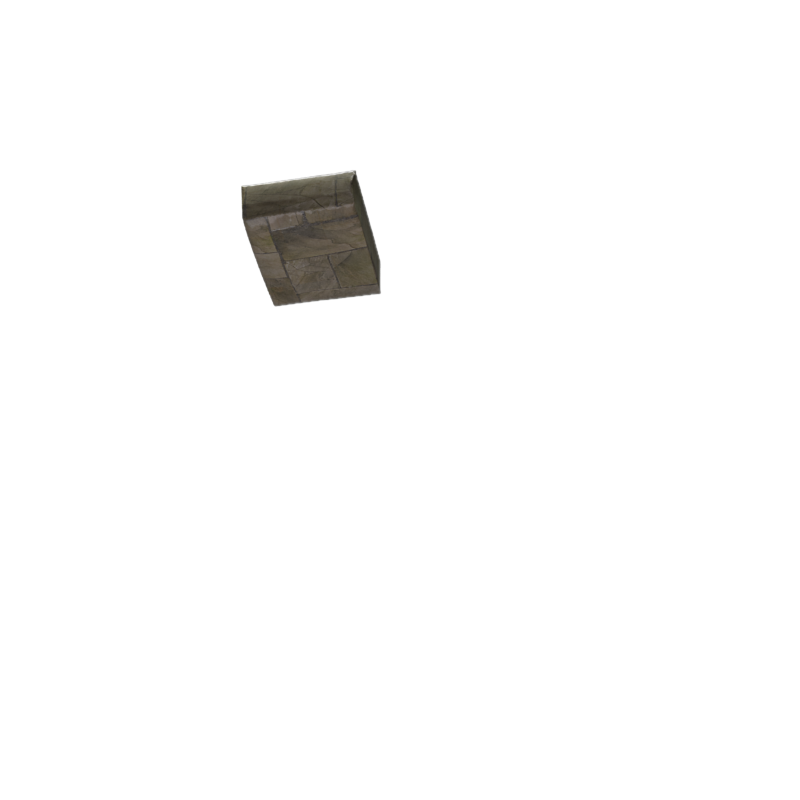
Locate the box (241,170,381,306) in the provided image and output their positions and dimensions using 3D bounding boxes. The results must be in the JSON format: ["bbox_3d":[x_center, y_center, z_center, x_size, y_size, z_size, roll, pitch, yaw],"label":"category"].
[{"bbox_3d":[-0.067,-0.123,0.860,0.091,0.042,0.105,-6,-35,8],"label":"box"}]
